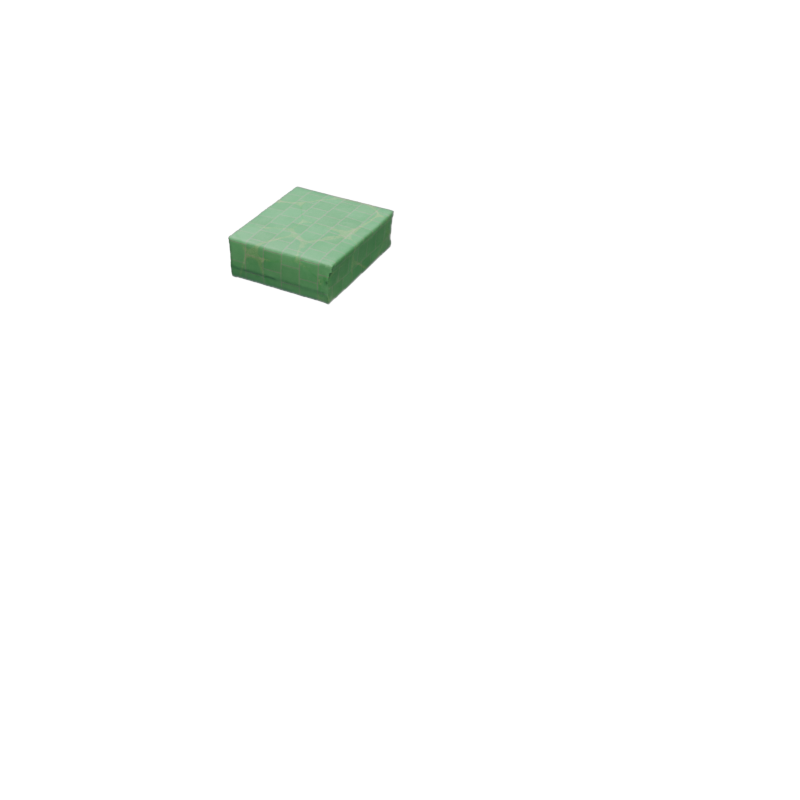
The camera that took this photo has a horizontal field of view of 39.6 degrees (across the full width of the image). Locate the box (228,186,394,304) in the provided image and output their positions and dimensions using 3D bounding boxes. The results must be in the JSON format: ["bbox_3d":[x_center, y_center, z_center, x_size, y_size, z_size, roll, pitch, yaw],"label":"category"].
[{"bbox_3d":[-0.068,-0.124,0.869,0.093,0.036,0.116,15,37,21],"label":"box"}]
